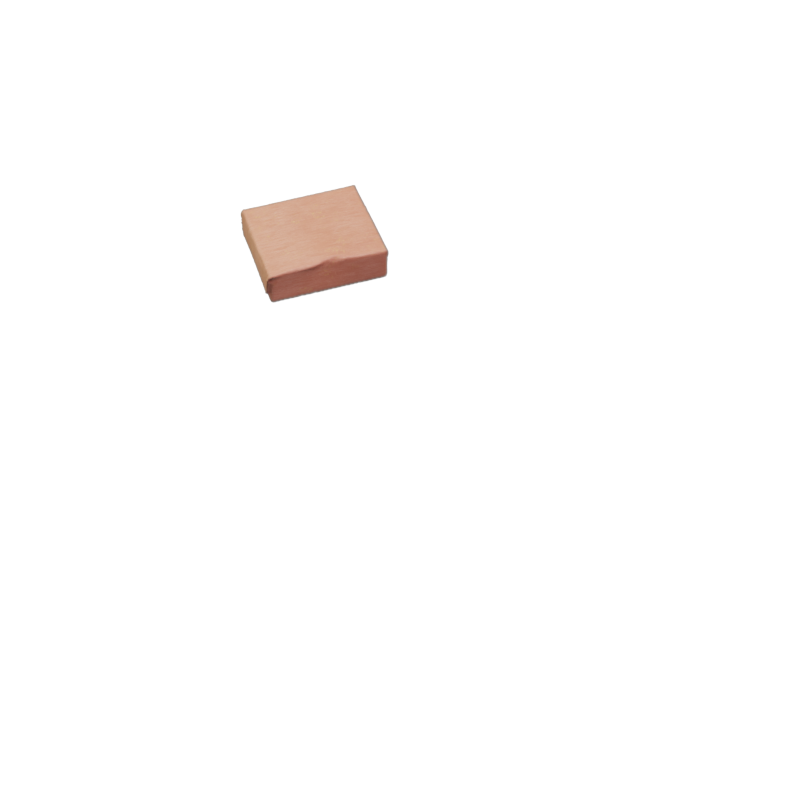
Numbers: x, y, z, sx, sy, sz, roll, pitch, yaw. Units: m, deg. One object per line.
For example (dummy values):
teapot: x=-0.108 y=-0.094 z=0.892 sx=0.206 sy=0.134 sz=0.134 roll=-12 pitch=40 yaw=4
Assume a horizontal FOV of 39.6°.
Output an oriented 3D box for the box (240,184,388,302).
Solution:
box: x=-0.062 y=-0.113 z=0.790 sx=0.088 sy=0.079 sz=0.028 roll=-14 pitch=-40 yaw=-13
